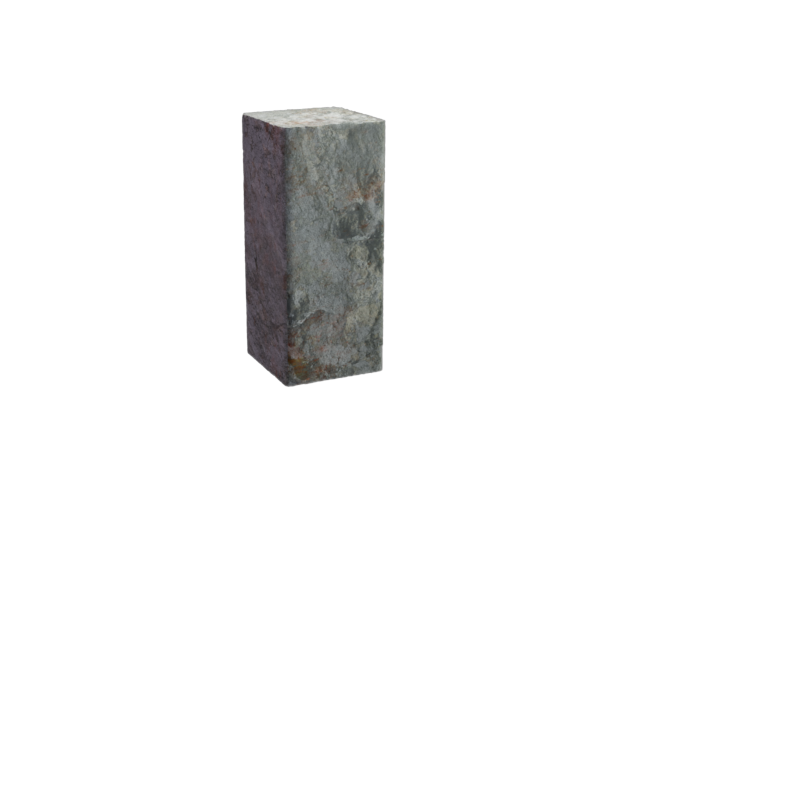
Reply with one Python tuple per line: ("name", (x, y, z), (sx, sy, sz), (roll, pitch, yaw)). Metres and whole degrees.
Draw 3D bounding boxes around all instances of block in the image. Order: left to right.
("block", (-0.071, -0.129, 0.901), (0.088, 0.199, 0.096), (-7, 19, -26))
